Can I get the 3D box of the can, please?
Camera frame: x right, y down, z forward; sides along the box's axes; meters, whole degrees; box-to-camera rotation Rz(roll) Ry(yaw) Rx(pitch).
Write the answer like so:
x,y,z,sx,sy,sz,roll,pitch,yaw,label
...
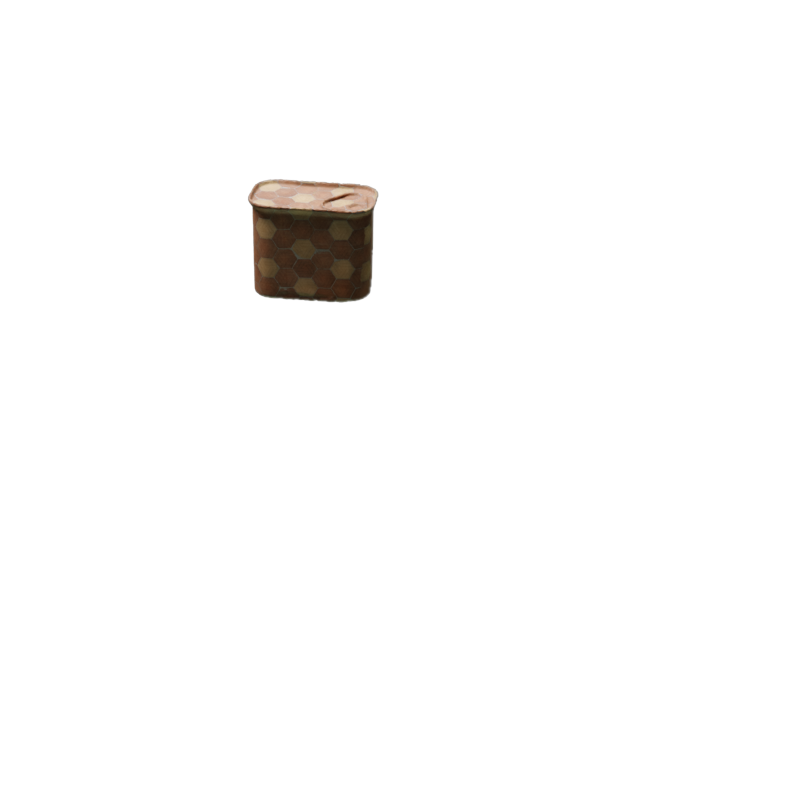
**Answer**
x,y,z,sx,sy,sz,roll,pitch,yaw,label
-0.070,-0.129,0.900,0.103,0.079,0.060,5,28,7,can
